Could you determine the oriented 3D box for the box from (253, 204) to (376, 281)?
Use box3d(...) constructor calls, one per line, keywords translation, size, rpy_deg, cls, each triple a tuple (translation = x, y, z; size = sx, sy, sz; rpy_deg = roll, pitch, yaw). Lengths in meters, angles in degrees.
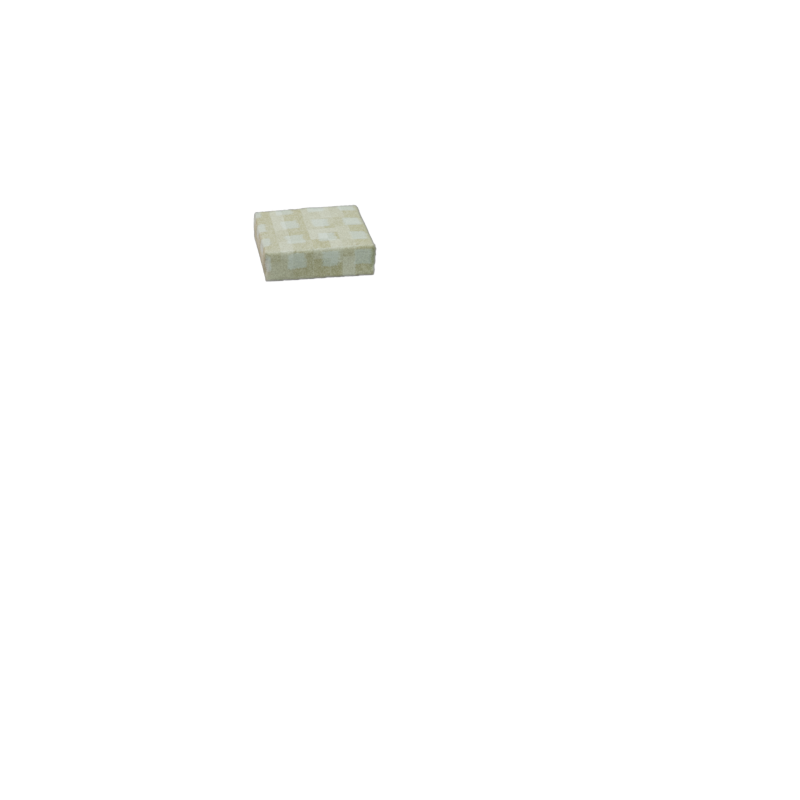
box3d(translation=(-0.069, -0.127, 0.889), size=(0.088, 0.028, 0.078), rpy_deg=(-6, 34, -9), cls="box")
